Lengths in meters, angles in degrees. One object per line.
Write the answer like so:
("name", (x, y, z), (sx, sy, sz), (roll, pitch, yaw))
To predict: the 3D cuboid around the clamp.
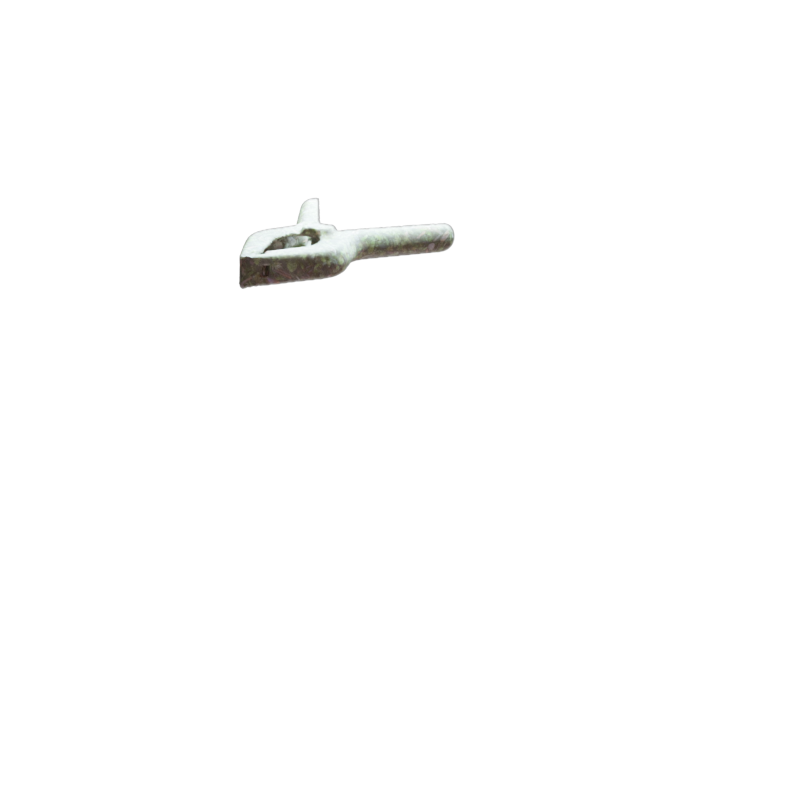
("clamp", (-0.077, -0.140, 0.978), (0.174, 0.035, 0.207), (19, 30, 37))
